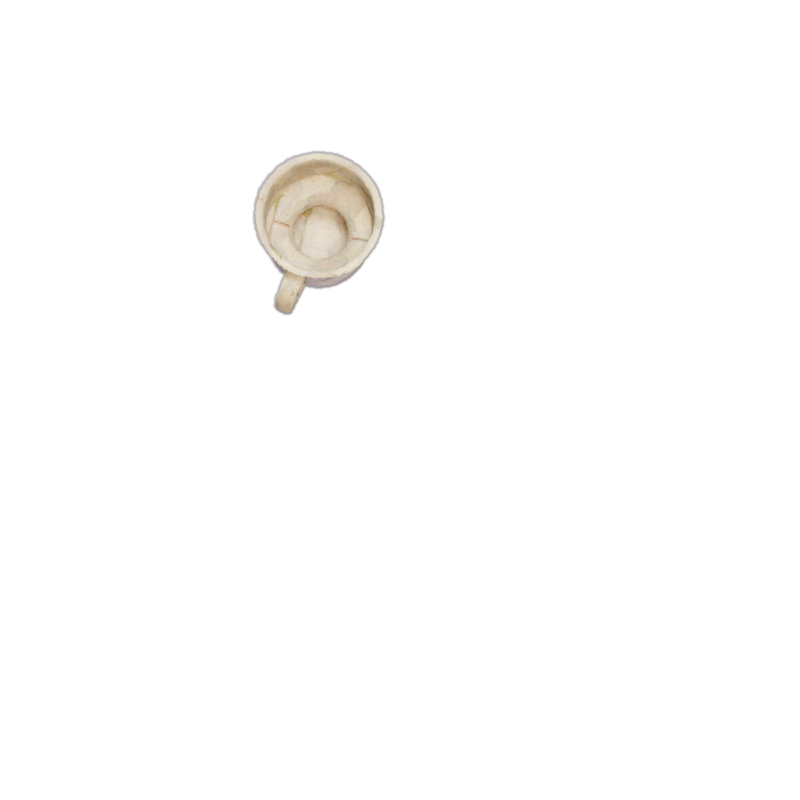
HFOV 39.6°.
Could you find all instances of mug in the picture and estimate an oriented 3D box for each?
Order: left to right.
[{"bbox_3d":[-0.065,-0.118,0.830,0.094,0.119,0.080,19,-10,1],"label":"mug"}]
